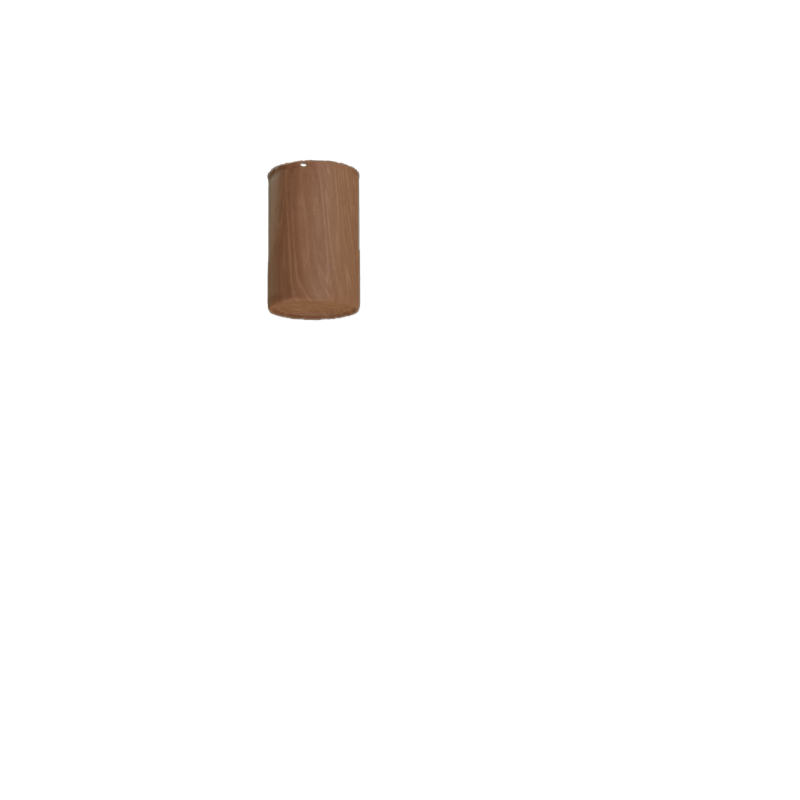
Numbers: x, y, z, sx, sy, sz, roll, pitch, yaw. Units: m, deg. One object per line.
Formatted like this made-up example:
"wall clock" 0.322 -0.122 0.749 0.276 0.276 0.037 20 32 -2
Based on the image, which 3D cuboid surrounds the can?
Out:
"can" -0.063 -0.114 0.799 0.068 0.106 0.066 0 -13 -2
